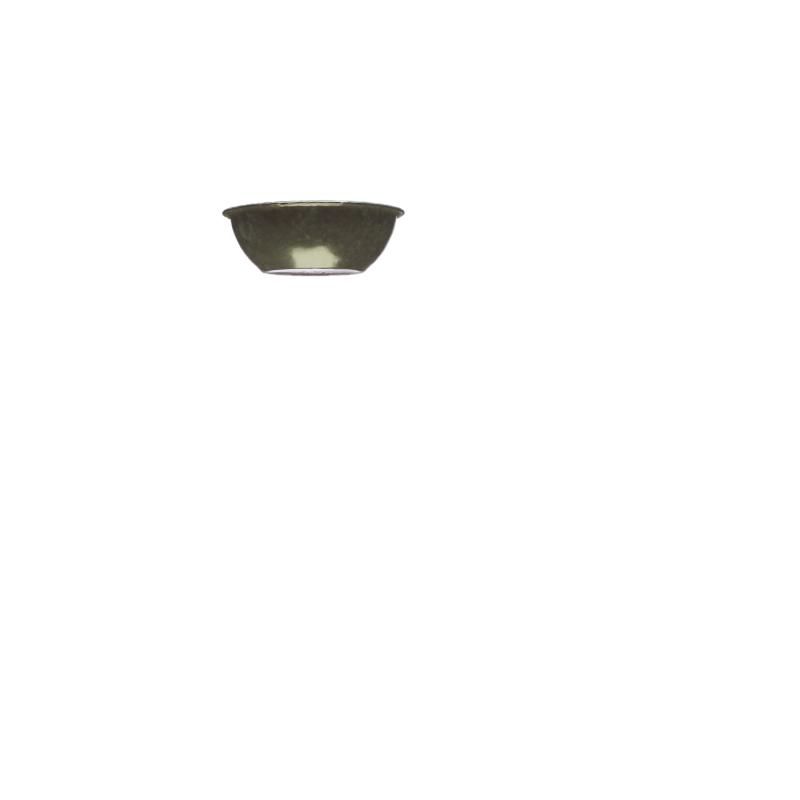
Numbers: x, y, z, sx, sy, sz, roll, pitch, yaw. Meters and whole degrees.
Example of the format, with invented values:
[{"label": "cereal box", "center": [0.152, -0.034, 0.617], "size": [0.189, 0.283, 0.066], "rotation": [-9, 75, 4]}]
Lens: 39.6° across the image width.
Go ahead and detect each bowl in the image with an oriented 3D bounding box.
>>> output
[{"label": "bowl", "center": [-0.077, -0.140, 0.977], "size": [0.162, 0.055, 0.162], "rotation": [0, 1, -2]}]
